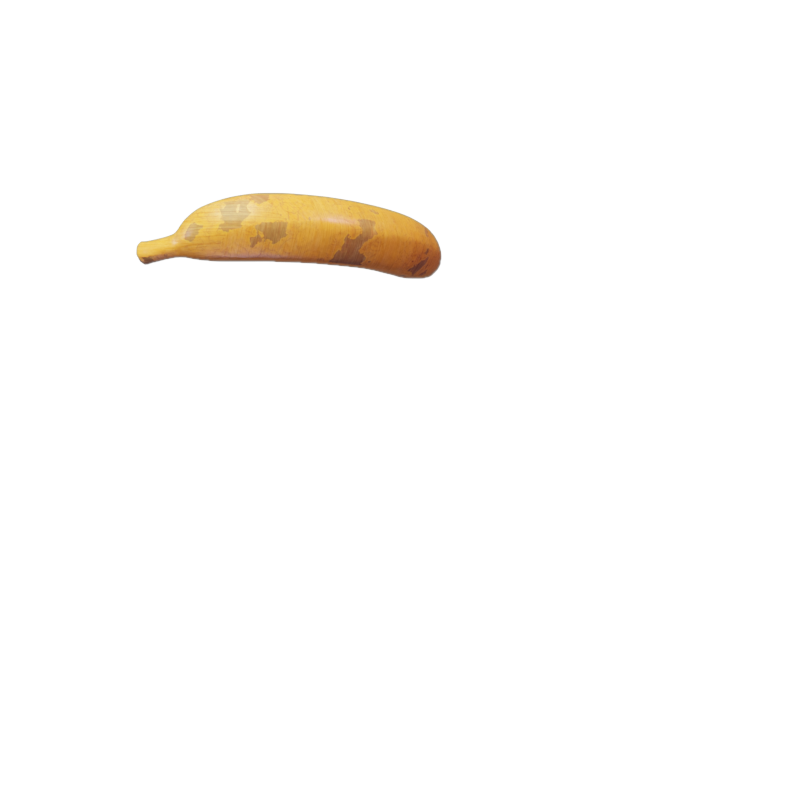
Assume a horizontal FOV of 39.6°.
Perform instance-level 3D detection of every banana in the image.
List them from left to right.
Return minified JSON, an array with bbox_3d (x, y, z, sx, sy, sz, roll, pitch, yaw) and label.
[{"bbox_3d":[-0.040,-0.089,0.604,0.190,0.037,0.072,0,-2,-35],"label":"banana"}]
